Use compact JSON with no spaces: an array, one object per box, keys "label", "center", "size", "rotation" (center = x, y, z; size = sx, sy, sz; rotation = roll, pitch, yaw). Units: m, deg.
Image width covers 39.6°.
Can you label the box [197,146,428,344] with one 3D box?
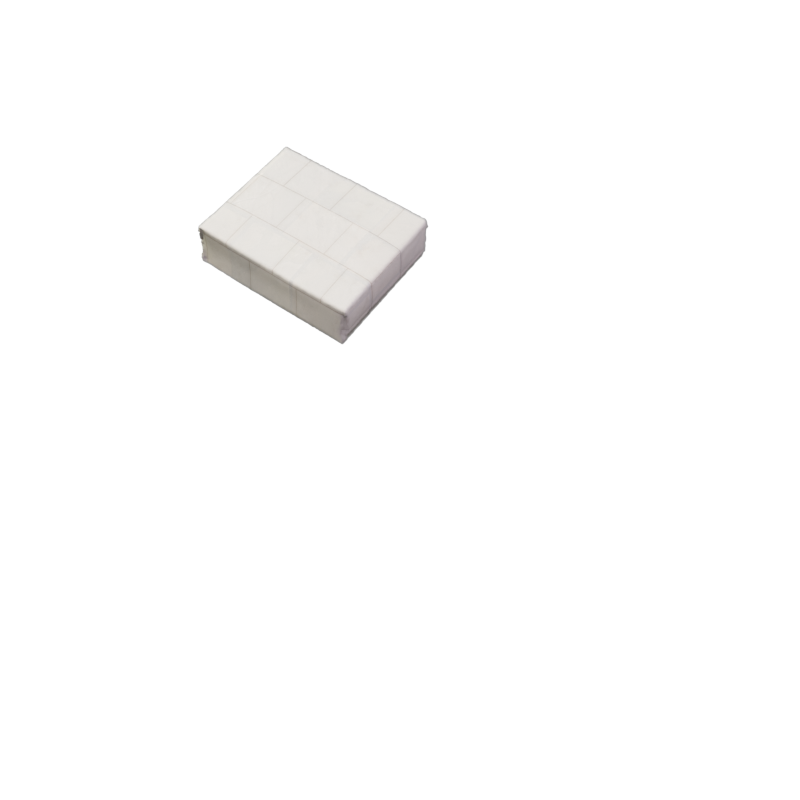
[{"label":"box","center":[-0.054,-0.098,0.686],"size":[0.119,0.036,0.092],"rotation":[28,55,21]}]
